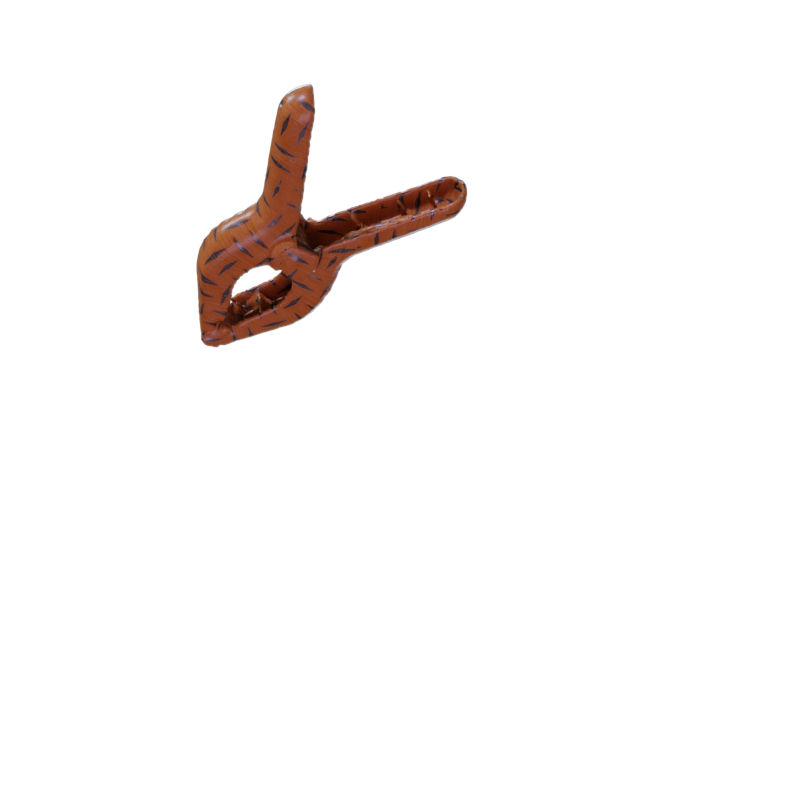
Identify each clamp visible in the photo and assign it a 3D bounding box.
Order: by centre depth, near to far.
[{"bbox_3d":[-0.048,-0.087,0.612,0.115,0.042,0.167,25,-51,-22],"label":"clamp"}]
